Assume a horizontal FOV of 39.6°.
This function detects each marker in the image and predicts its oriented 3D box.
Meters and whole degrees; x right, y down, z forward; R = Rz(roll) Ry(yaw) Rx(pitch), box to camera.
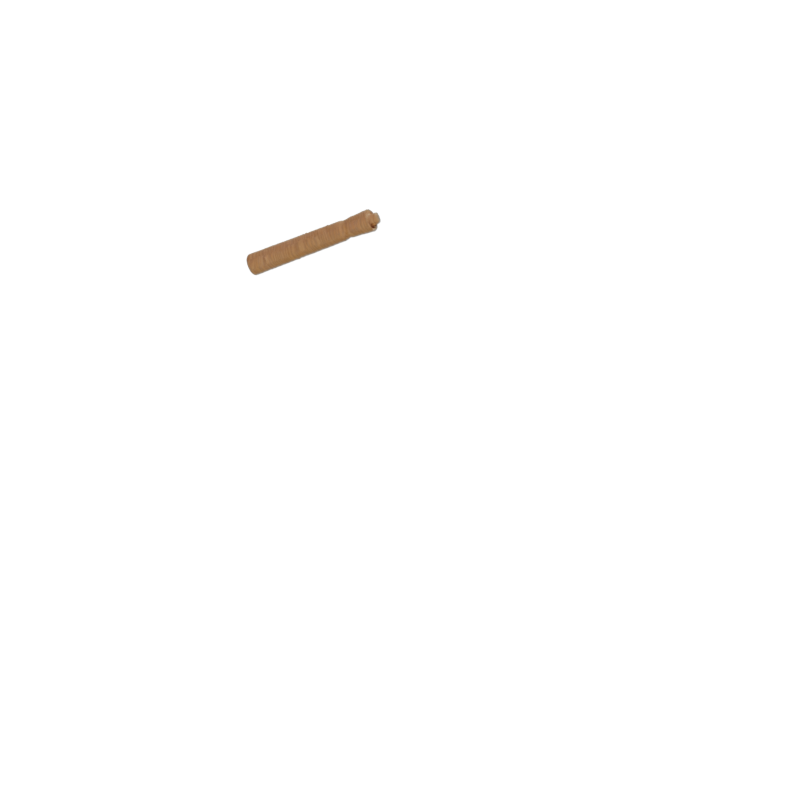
[{"bbox_3d":[-0.071,-0.129,0.904,0.122,0.020,0.019,-17,-3,25],"label":"marker"}]
